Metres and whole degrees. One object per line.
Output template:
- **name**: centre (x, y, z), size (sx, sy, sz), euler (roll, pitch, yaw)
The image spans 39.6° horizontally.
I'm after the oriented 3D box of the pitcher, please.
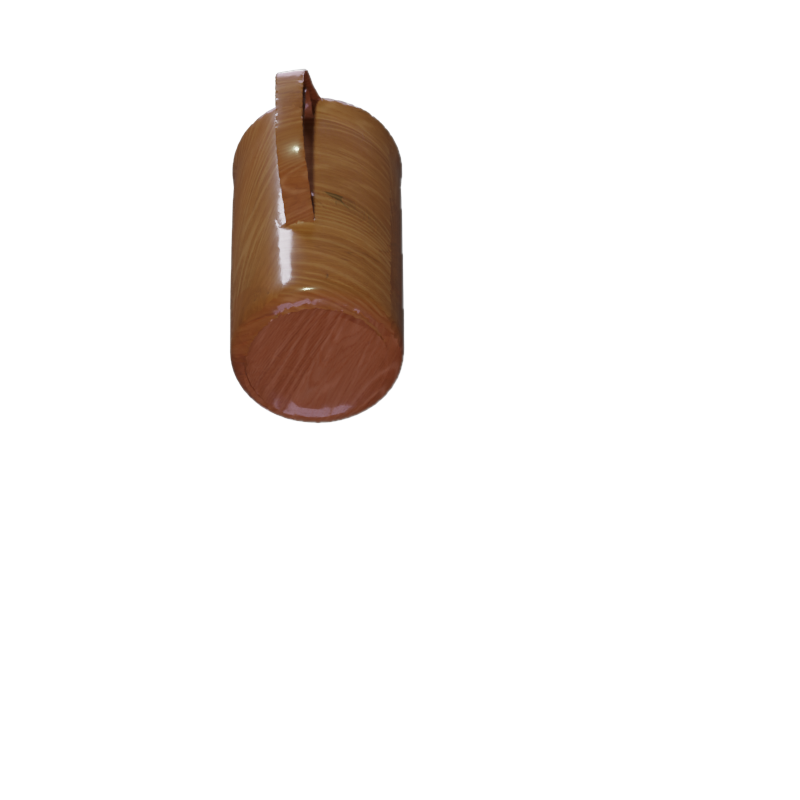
- **pitcher**: centre (-0.060, -0.110, 0.771), size (0.142, 0.142, 0.260), euler (30, 31, -23)
